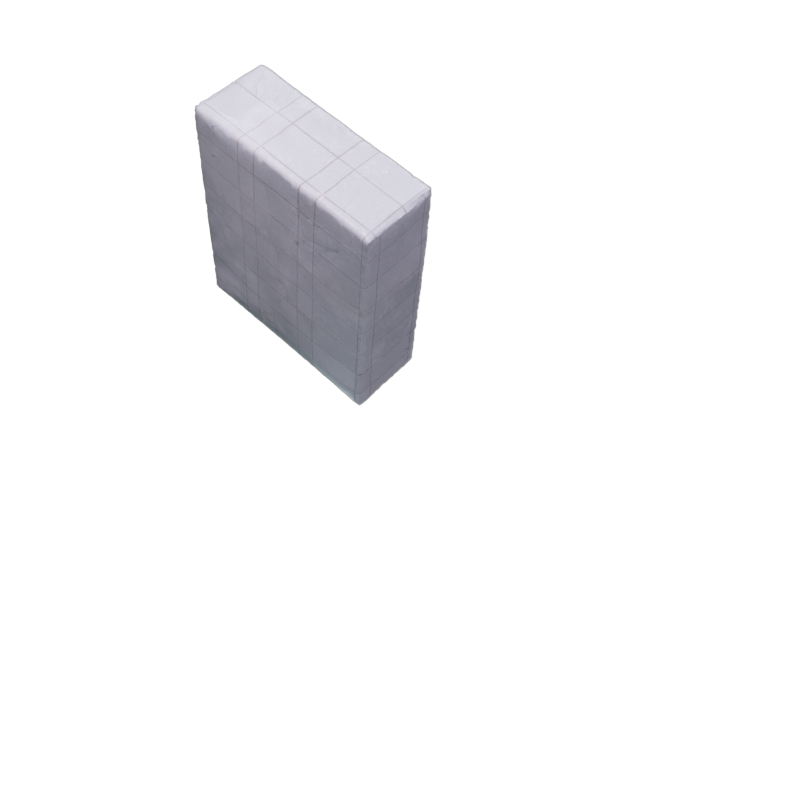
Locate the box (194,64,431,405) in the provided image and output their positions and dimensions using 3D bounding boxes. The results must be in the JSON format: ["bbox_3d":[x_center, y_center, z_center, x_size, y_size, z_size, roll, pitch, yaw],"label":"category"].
[{"bbox_3d":[-0.063,-0.115,0.806,0.073,0.173,0.200,-39,-23,-24],"label":"box"}]
